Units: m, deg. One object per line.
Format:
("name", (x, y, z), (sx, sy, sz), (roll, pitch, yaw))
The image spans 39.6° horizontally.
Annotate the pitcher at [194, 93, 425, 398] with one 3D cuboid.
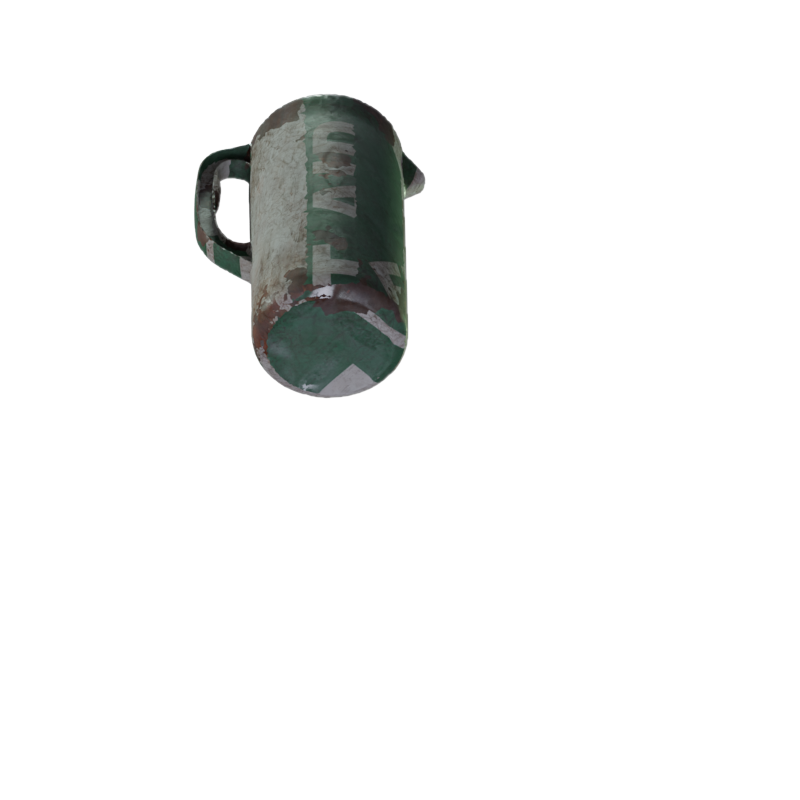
("pitcher", (-0.066, -0.121, 0.848), (0.149, 0.261, 0.135), (-30, -54, 20))
